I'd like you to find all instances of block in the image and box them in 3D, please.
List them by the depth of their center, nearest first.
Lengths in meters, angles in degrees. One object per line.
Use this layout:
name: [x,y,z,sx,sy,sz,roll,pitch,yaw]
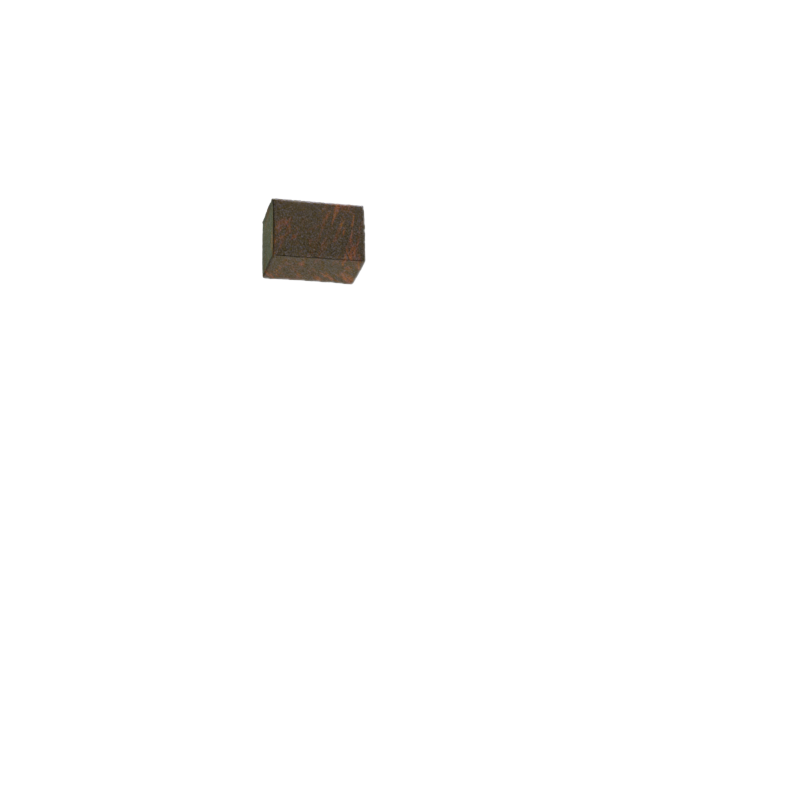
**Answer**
block: [-0.071,-0.129,0.905,0.077,0.054,0.051,4,-20,-13]
